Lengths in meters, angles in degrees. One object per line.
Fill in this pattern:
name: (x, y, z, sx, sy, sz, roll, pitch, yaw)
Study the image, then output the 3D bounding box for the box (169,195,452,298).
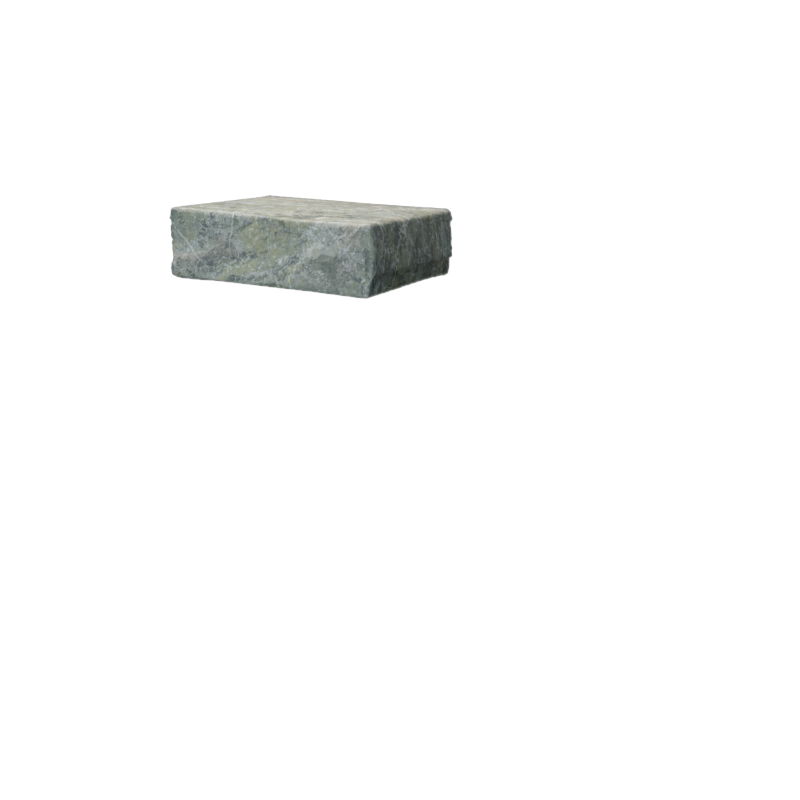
box: (-0.043, -0.078, 0.548, 0.118, 0.038, 0.088, 7, 14, 28)
